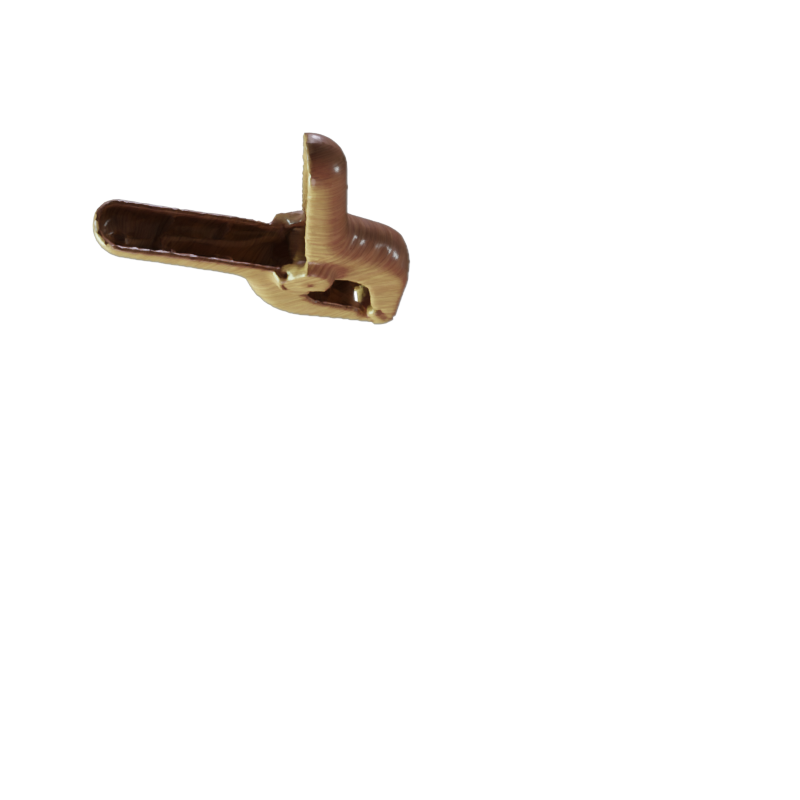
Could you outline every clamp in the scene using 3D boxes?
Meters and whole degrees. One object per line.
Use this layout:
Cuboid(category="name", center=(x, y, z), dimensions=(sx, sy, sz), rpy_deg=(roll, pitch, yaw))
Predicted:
Cuboid(category="clamp", center=(-0.040, -0.072, 0.507), dimensions=(0.123, 0.041, 0.162), rpy_deg=(-9, -14, 37))
